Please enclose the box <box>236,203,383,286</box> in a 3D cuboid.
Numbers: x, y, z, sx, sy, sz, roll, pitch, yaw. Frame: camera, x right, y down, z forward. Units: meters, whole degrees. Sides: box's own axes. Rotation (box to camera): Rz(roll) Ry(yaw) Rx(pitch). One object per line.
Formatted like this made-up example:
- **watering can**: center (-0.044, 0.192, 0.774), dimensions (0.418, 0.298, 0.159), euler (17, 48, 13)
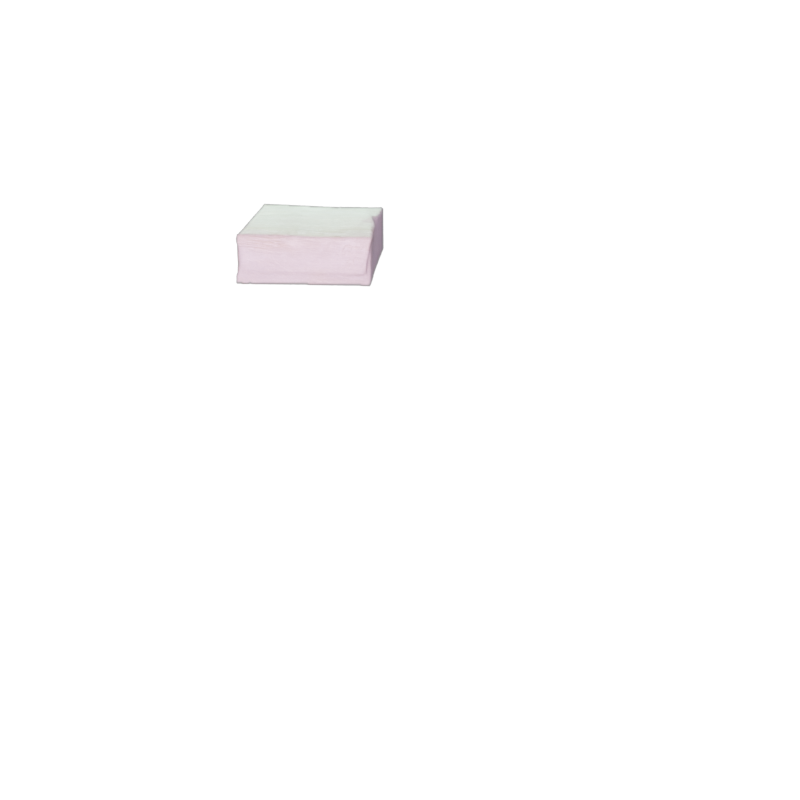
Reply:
- **box**: center (-0.049, -0.089, 0.625), dimensions (0.074, 0.029, 0.092), euler (2, 20, 5)
